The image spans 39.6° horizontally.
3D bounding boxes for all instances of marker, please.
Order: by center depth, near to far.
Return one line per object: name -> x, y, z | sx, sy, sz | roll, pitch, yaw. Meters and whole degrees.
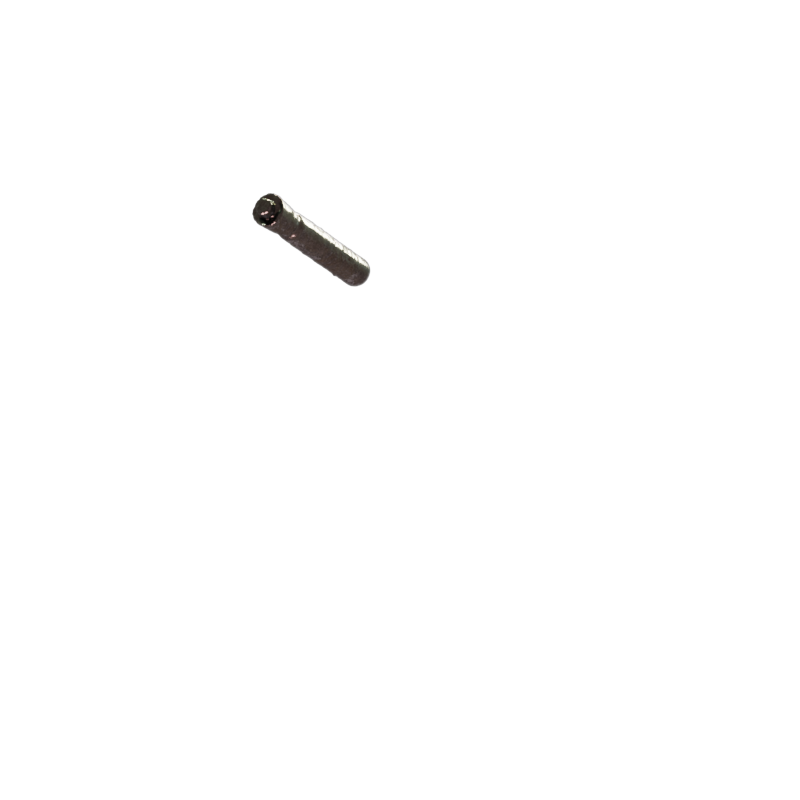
marker -> -0.050, -0.091, 0.635 | 0.020, 0.020, 0.114 | 2, -11, 25
